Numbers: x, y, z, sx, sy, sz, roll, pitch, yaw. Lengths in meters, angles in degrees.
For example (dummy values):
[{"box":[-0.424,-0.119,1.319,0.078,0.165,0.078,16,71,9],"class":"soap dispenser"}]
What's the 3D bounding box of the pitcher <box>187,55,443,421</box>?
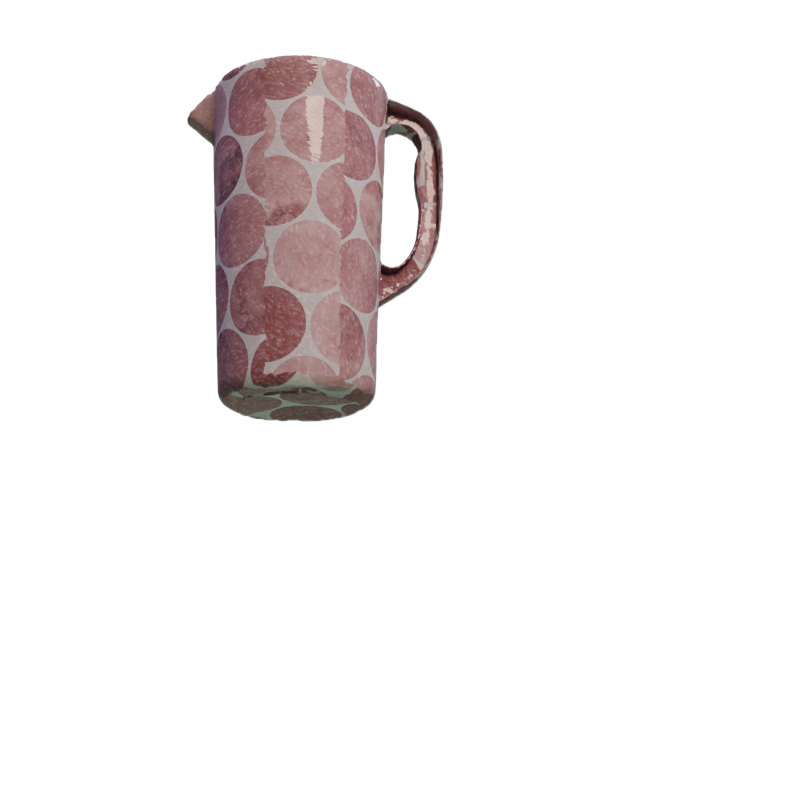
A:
[{"box":[-0.062,-0.113,0.795,0.152,0.254,0.136,-15,-23,36],"class":"pitcher"}]
